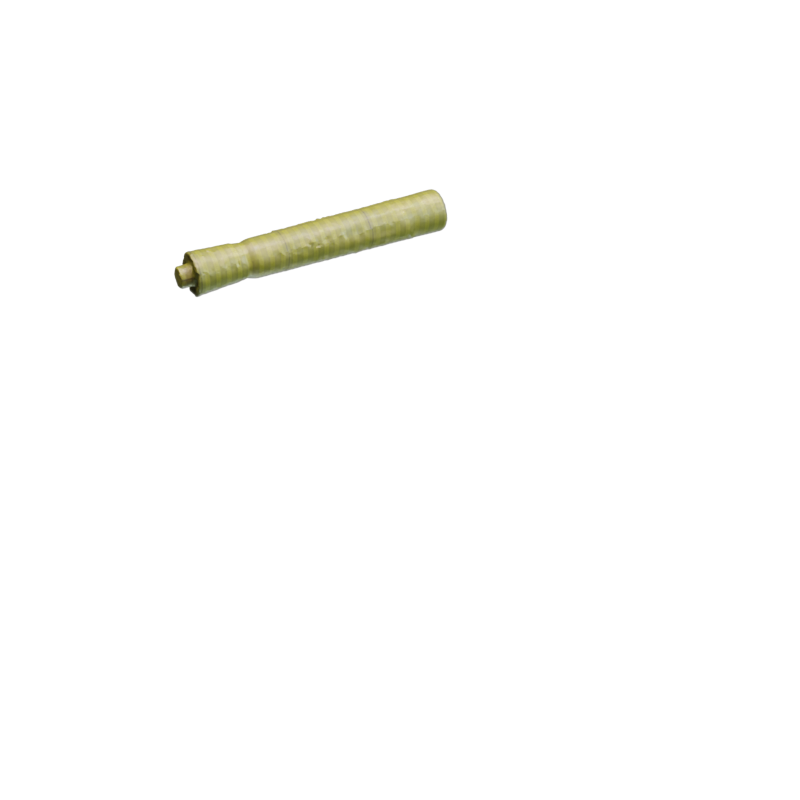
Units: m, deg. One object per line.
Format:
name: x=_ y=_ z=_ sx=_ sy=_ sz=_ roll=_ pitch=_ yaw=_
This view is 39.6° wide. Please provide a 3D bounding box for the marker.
marker: x=-0.036 y=-0.066 z=0.465 sx=0.119 sy=0.019 sz=0.020 roll=-18 pitch=11 yaw=-22
